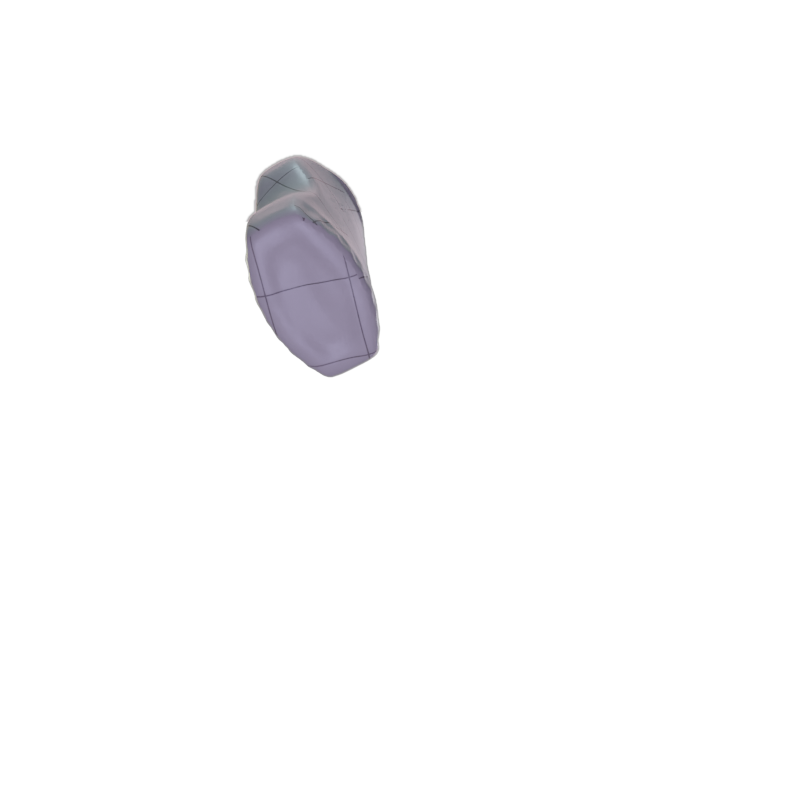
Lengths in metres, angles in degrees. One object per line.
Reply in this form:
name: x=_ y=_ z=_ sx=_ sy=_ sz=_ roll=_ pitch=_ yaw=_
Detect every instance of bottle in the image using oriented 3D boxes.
bottle: x=-0.051 y=-0.095 z=0.662 sx=0.058 sy=0.091 sz=0.201 roll=-28 pitch=23 yaw=9
